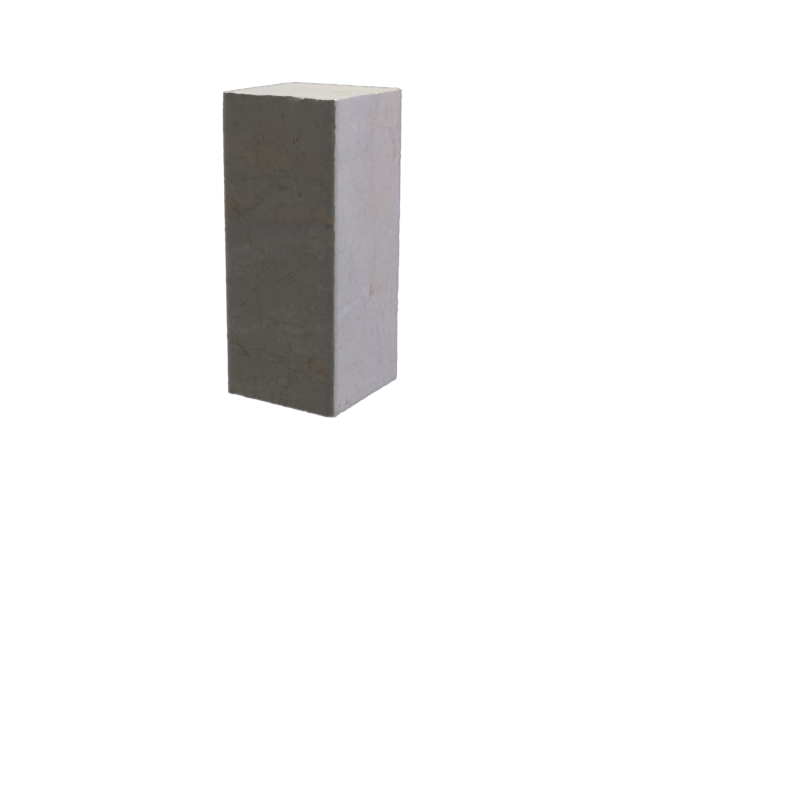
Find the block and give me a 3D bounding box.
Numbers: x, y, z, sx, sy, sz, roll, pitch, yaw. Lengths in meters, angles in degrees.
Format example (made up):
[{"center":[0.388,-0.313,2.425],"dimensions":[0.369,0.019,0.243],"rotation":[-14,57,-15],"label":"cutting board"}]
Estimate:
[{"center":[-0.059,-0.107,0.752],"dimensions":[0.094,0.199,0.090],"rotation":[9,17,28],"label":"block"}]
